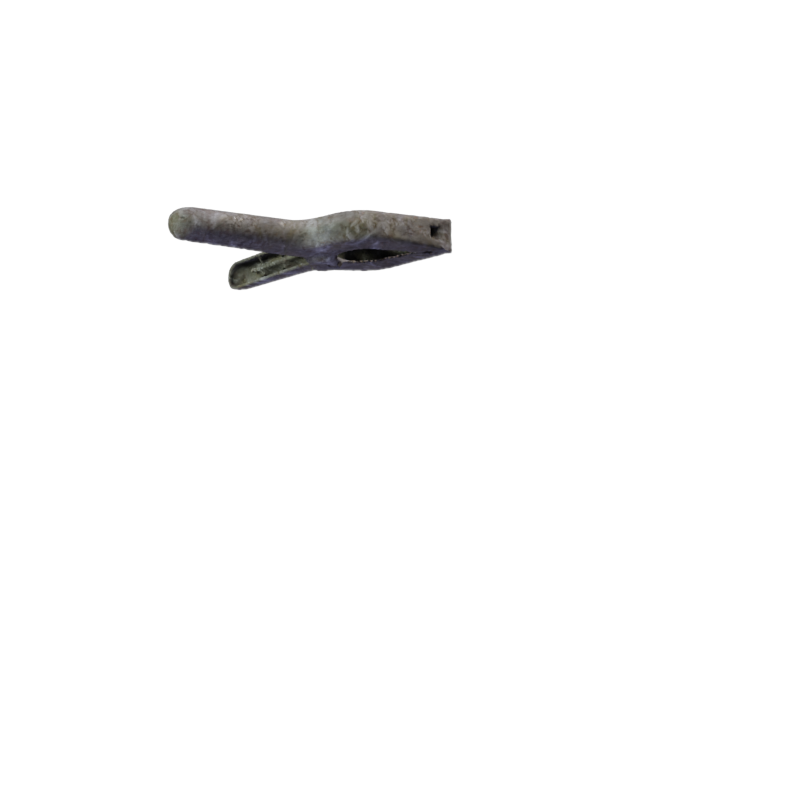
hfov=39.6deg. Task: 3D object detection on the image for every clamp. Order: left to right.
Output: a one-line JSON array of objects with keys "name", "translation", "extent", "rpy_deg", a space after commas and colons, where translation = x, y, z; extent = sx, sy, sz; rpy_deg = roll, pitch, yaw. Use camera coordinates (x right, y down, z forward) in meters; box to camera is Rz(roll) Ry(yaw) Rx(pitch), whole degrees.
[{"name": "clamp", "translation": [-0.068, -0.123, 0.864], "extent": [0.214, 0.038, 0.156], "rpy_deg": [-3, -10, 18]}]
